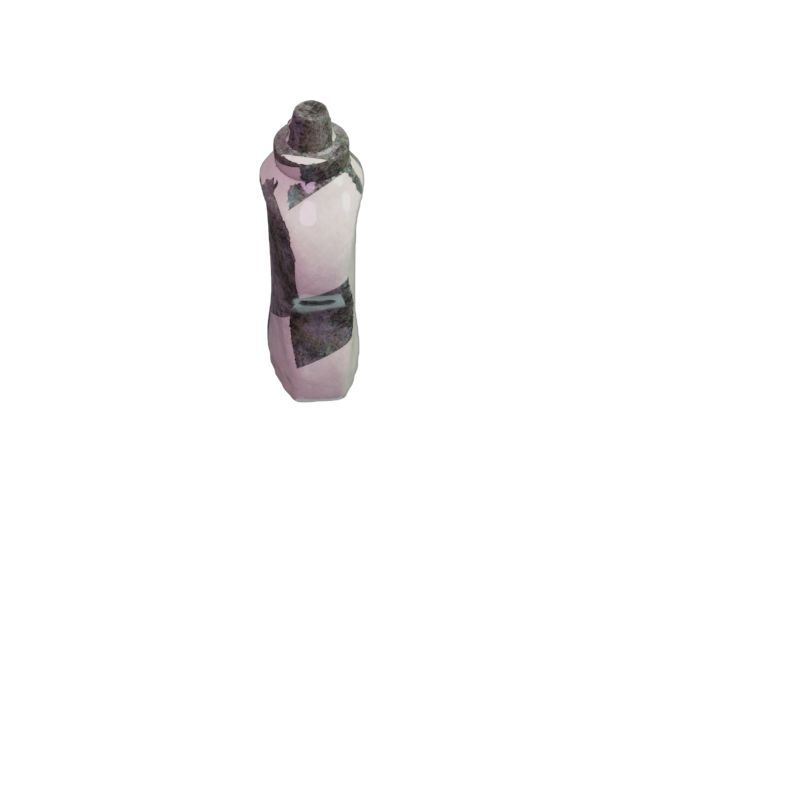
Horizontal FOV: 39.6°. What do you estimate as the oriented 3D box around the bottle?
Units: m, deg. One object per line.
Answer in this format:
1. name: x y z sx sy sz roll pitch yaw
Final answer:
1. bottle: -0.051 -0.092 0.644 0.058 0.103 0.179 -2 -42 -6
